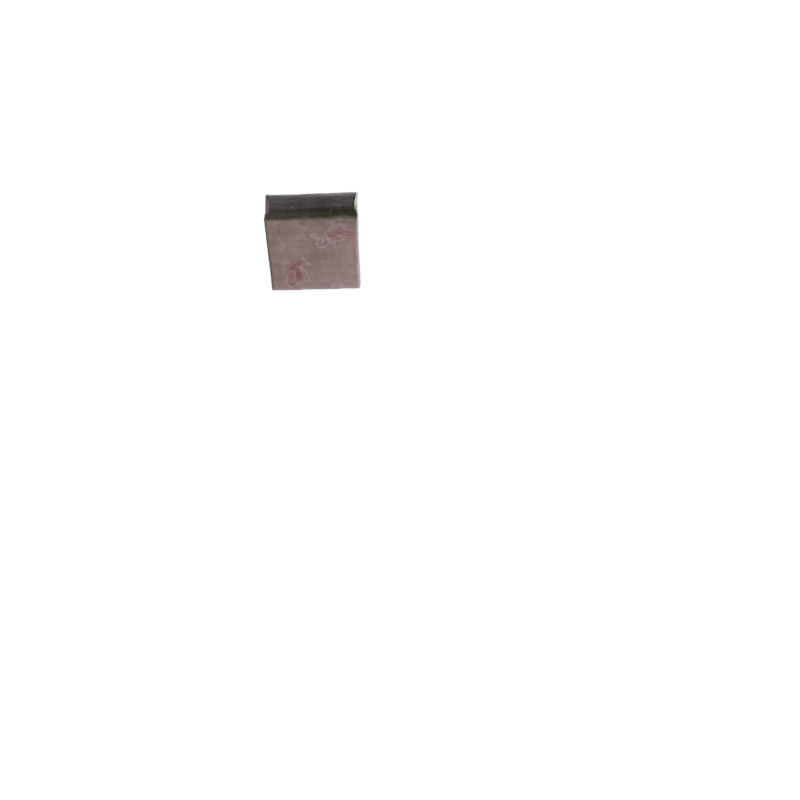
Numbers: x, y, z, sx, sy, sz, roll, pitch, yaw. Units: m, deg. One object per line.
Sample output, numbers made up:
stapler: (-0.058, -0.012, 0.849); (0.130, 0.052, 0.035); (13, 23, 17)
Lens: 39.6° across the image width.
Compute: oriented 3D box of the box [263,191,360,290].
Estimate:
box: (-0.069, -0.127, 0.886); (0.073, 0.032, 0.083); (-1, -39, 1)
